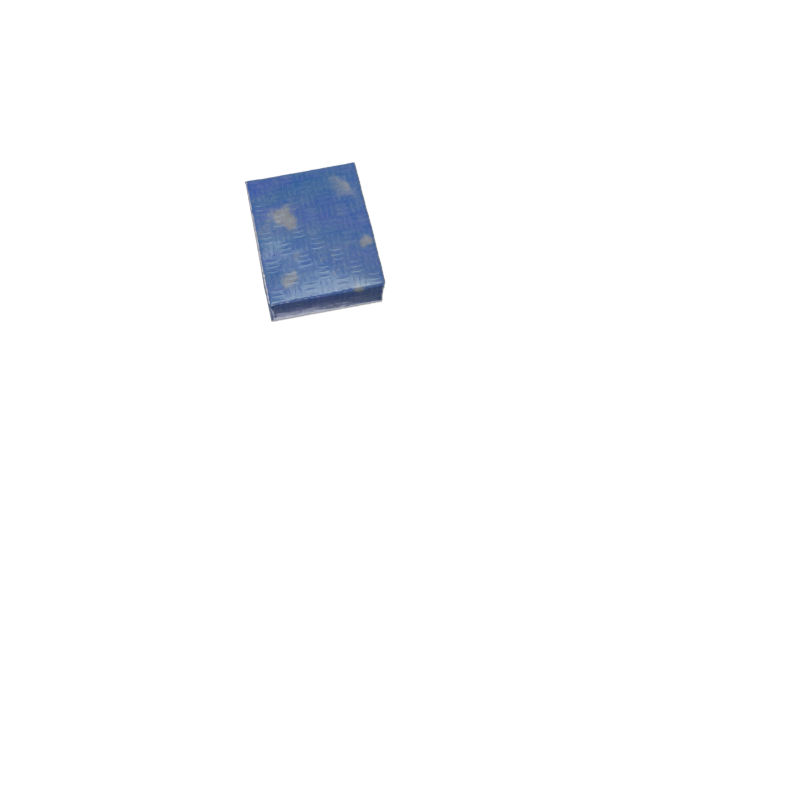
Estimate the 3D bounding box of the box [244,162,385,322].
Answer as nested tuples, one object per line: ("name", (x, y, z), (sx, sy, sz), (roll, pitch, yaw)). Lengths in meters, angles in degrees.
("box", (-0.068, -0.124, 0.865), (0.089, 0.121, 0.037), (-11, -26, -6))
